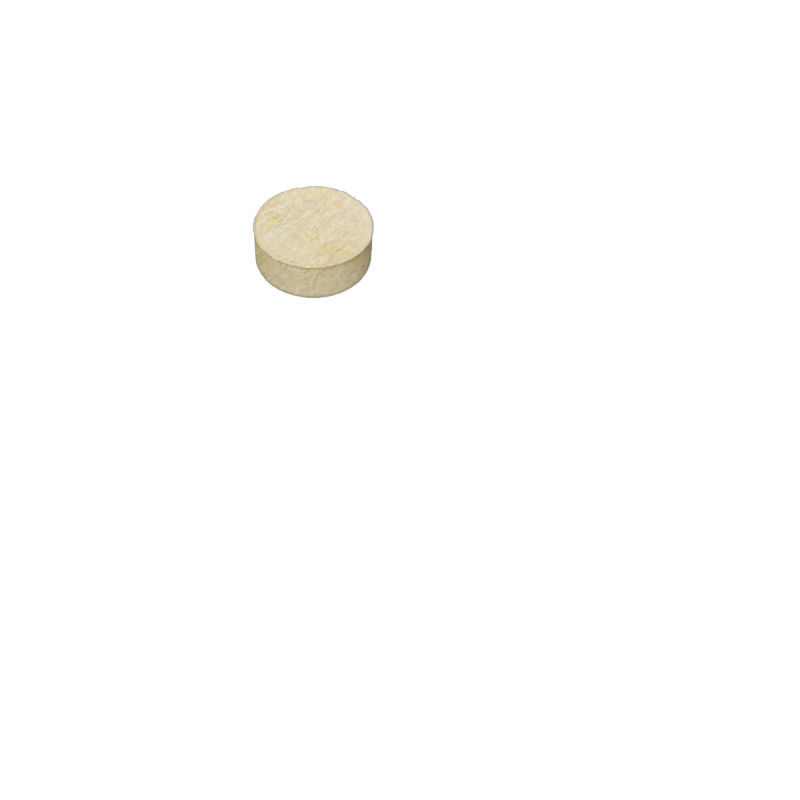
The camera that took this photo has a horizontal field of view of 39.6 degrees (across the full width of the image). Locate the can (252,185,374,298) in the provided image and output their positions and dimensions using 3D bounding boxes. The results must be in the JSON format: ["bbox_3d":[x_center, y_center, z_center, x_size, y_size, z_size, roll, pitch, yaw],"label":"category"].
[{"bbox_3d":[-0.062,-0.114,0.795,0.086,0.092,0.031,-1,-43,-1],"label":"can"}]
